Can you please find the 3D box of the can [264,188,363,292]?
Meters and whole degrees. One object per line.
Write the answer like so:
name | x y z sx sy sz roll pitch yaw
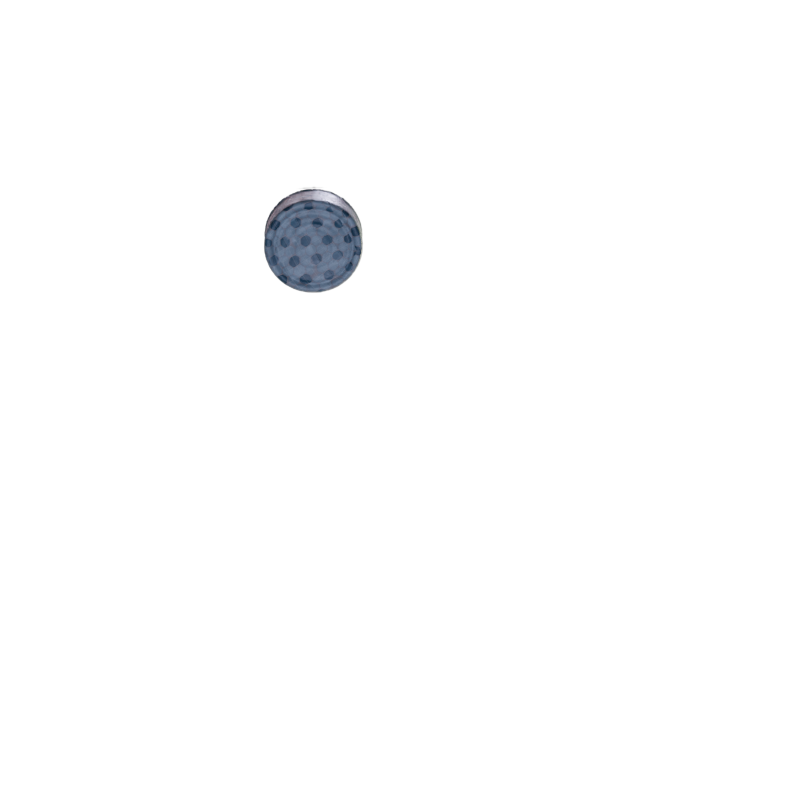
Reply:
can | -0.075 -0.136 0.955 0.086 0.082 0.035 0 22 -1
